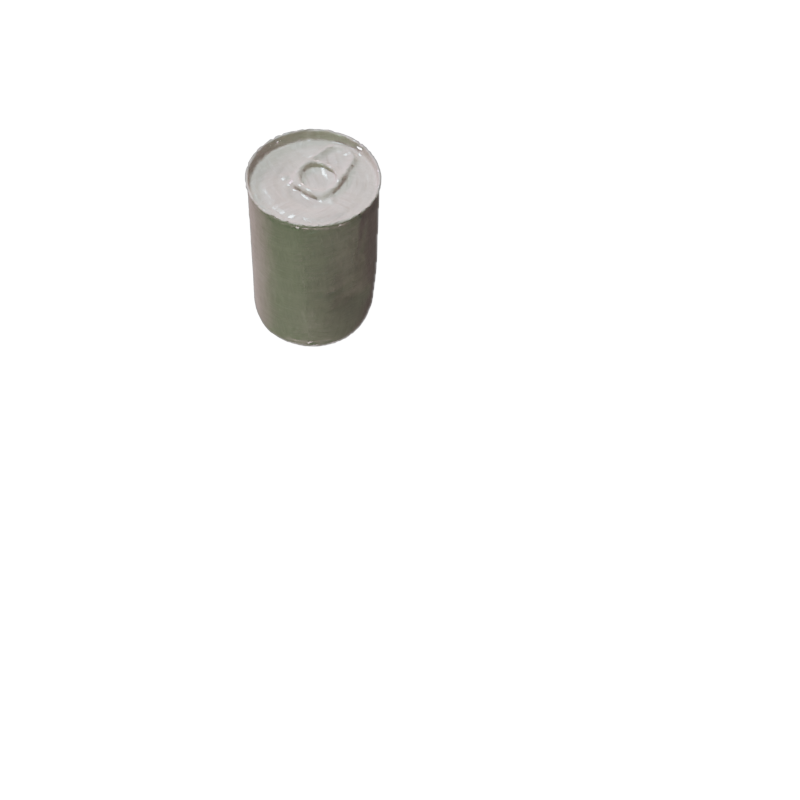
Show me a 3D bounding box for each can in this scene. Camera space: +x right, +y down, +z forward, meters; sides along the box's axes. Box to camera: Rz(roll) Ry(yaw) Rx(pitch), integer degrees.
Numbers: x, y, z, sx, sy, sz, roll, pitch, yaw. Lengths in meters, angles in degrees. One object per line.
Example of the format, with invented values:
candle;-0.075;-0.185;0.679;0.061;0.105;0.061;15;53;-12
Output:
can;-0.046;-0.084;0.589;0.068;0.073;0.095;0;-36;-3
